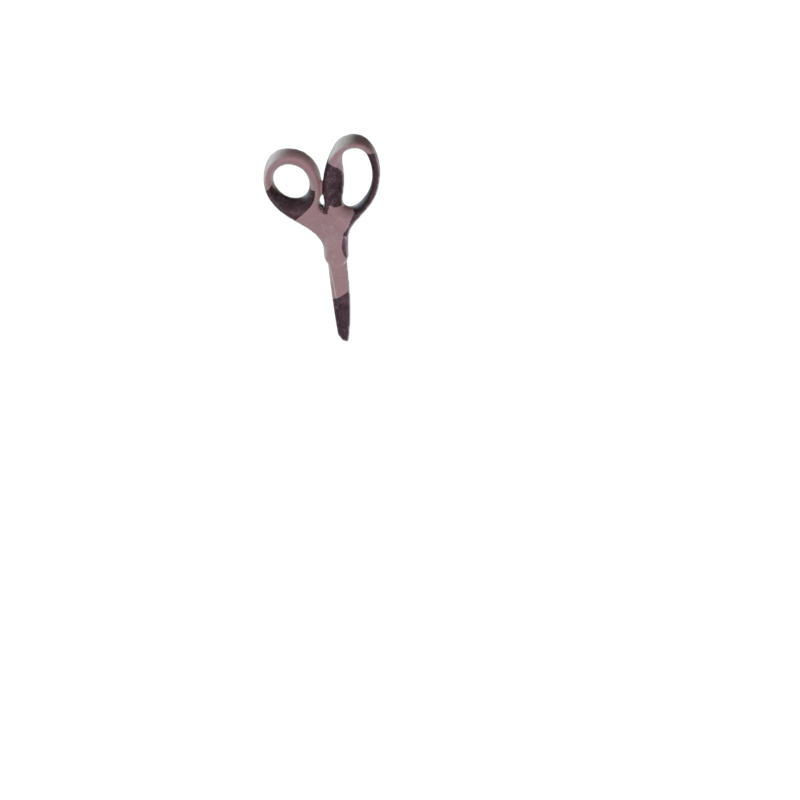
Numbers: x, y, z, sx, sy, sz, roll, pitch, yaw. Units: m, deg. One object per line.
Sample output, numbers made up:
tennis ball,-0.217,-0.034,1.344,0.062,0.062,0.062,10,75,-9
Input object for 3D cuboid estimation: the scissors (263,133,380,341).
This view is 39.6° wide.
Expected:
scissors,-0.068,-0.124,0.870,0.095,0.190,0.017,10,41,-9
